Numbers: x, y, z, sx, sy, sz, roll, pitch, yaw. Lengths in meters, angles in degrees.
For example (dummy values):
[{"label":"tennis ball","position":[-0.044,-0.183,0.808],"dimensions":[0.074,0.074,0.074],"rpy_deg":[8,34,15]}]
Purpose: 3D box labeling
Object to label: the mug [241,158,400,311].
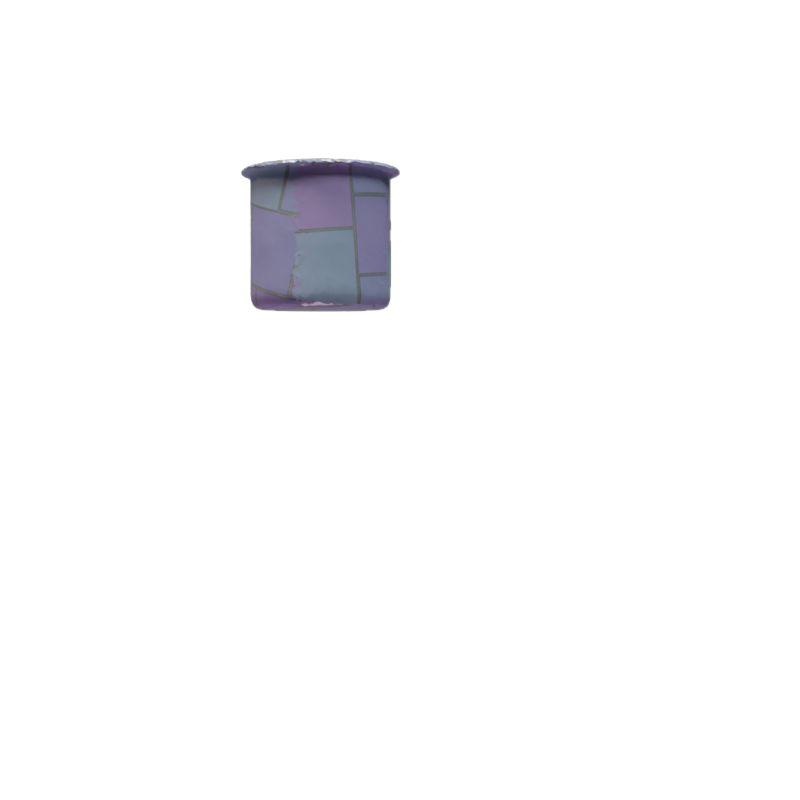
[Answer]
[{"label":"mug","position":[-0.051,-0.094,0.657],"dimensions":[0.090,0.082,0.120],"rpy_deg":[0,0,-24]}]
